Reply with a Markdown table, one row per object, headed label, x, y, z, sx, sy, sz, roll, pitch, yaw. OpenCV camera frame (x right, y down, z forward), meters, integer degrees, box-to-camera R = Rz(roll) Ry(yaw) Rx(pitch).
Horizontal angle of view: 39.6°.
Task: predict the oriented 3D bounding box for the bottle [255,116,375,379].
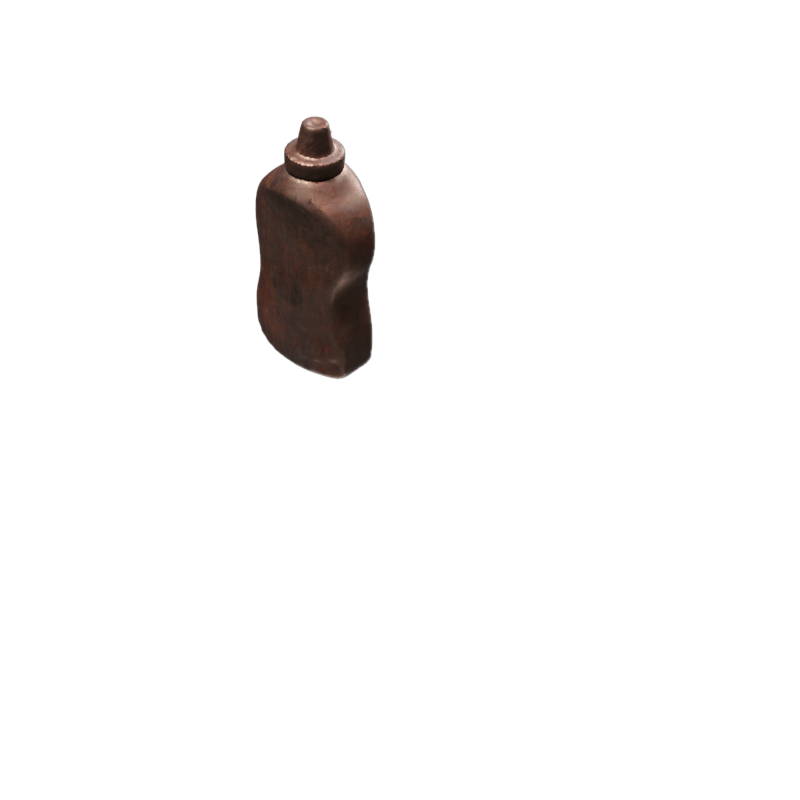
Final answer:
| label | x | y | z | sx | sy | sz | roll | pitch | yaw |
| --- | --- | --- | --- | --- | --- | --- | --- | --- | --- |
| bottle | -0.061 | -0.111 | 0.778 | 0.058 | 0.179 | 0.103 | -29 | 49 | -33 |
